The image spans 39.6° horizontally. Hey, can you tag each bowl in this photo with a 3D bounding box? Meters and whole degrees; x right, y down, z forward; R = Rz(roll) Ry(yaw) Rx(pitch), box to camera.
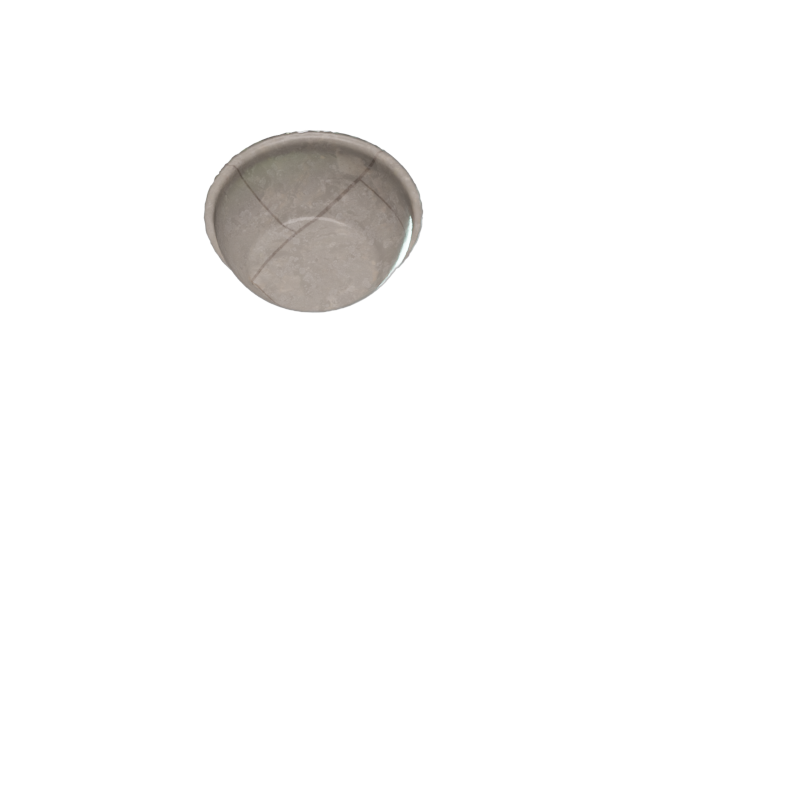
[{"bbox_3d":[-0.063,-0.114,0.800,0.162,0.151,0.059,1,44,-1],"label":"bowl"}]
